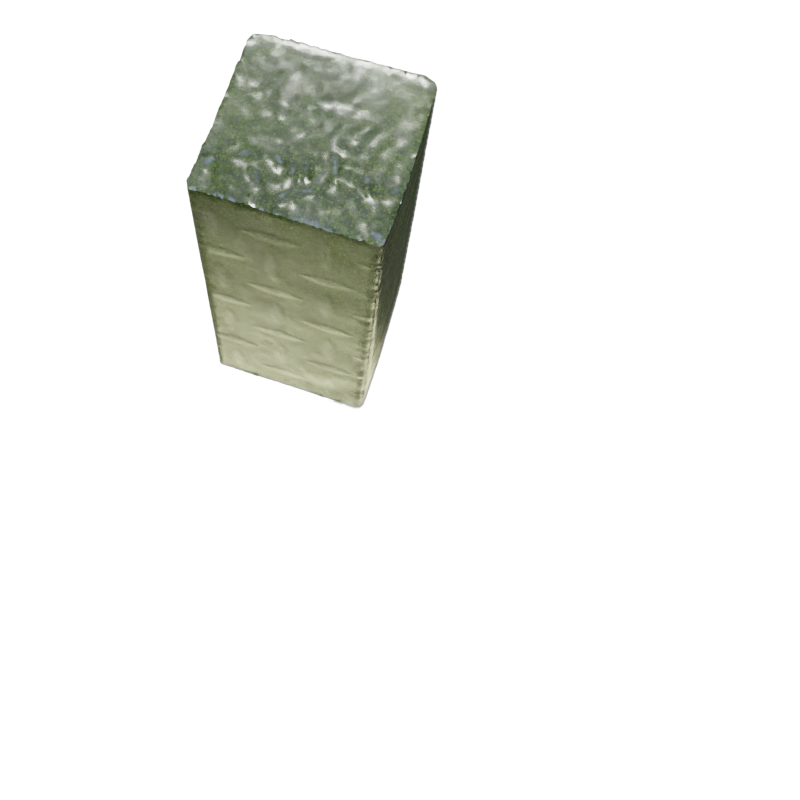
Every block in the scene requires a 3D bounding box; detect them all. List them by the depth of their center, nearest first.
[{"bbox_3d":[-0.044,-0.082,0.569,0.092,0.094,0.196,17,-21,3],"label":"block"}]
